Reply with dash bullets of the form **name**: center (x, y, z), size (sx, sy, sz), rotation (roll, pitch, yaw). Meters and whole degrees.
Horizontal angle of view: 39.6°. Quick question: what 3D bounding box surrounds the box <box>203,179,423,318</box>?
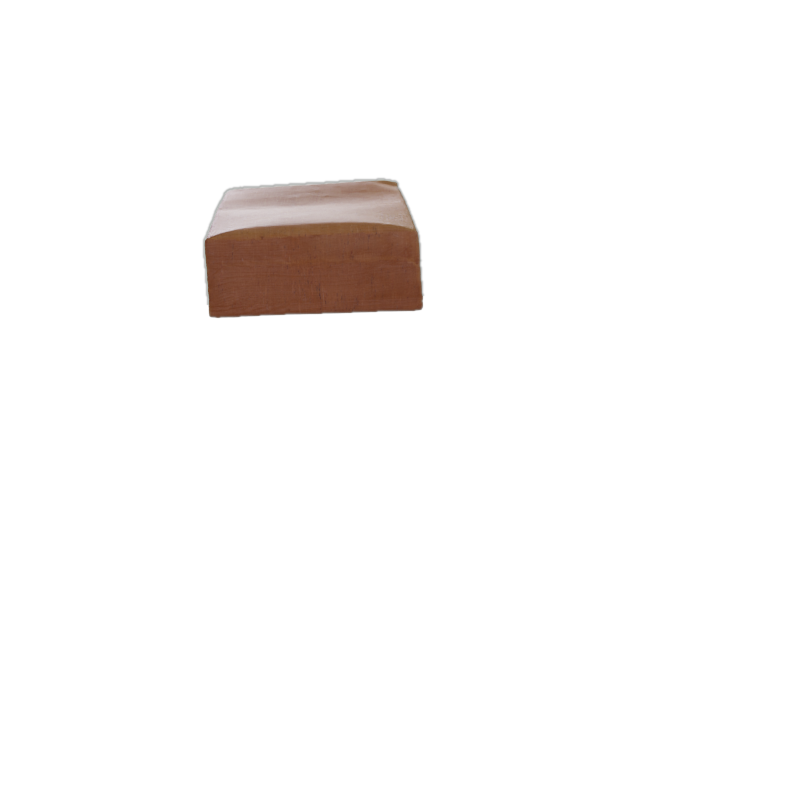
- **box**: center (-0.073, -0.133, 0.929), size (0.164, 0.069, 0.223), rotation (-3, 20, -2)
